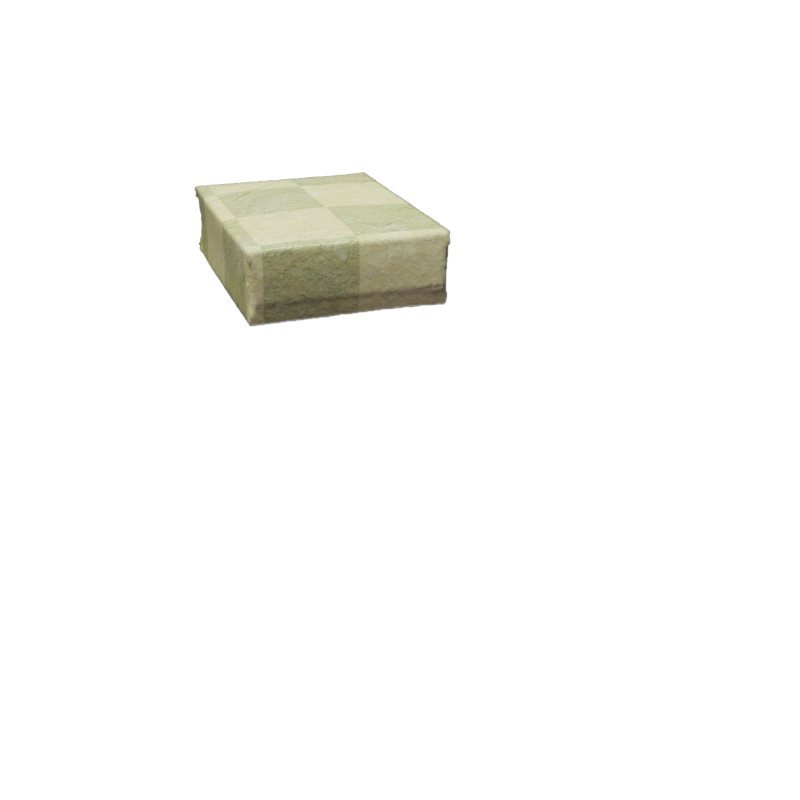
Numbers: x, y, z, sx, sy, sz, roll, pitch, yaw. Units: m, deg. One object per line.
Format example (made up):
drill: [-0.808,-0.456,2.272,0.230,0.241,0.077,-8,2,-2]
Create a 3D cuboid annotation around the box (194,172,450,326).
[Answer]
box: [-0.040,-0.073,0.510,0.088,0.037,0.121,-7,23,-18]
